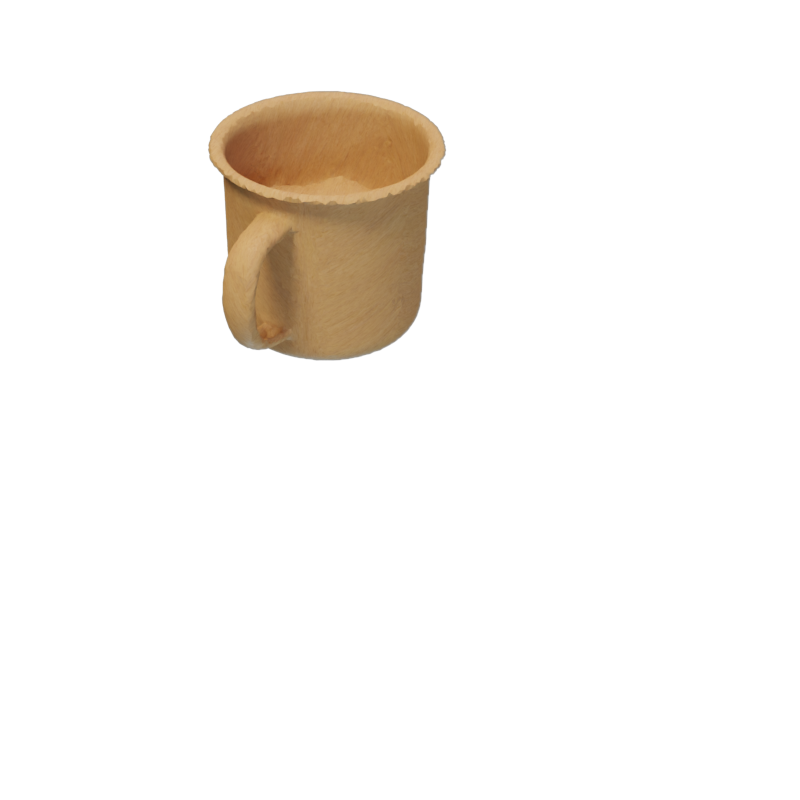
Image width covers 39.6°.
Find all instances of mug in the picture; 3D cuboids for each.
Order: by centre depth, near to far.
[{"bbox_3d":[-0.035,-0.064,0.447,0.097,0.076,0.121,15,39,18],"label":"mug"}]
